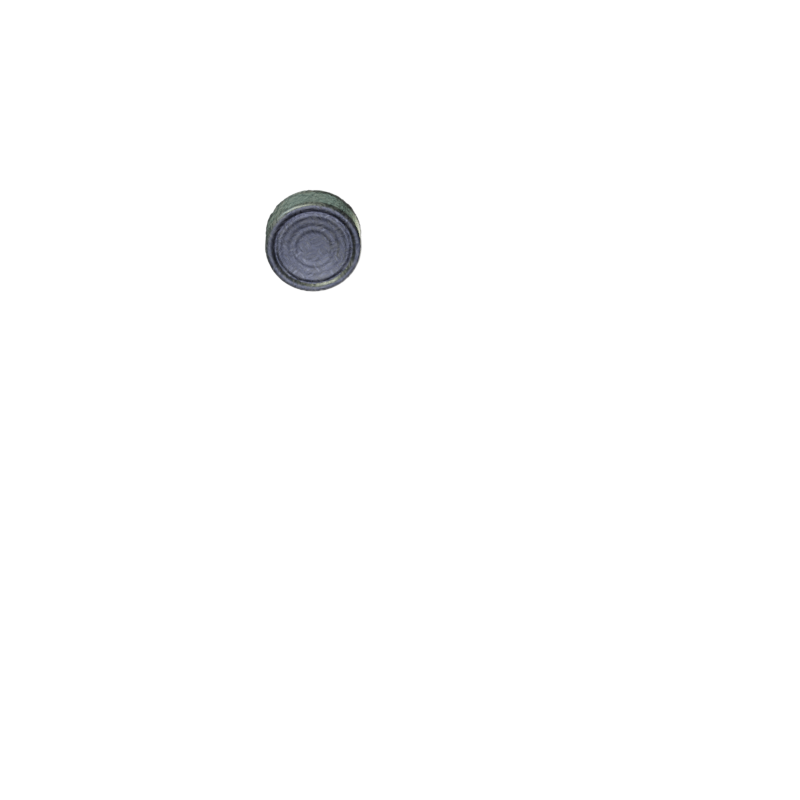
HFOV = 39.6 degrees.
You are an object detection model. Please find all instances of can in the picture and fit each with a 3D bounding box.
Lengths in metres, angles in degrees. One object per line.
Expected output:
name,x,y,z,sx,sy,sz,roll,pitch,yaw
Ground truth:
can,-0.077,-0.140,0.978,0.086,0.082,0.035,1,24,-1
